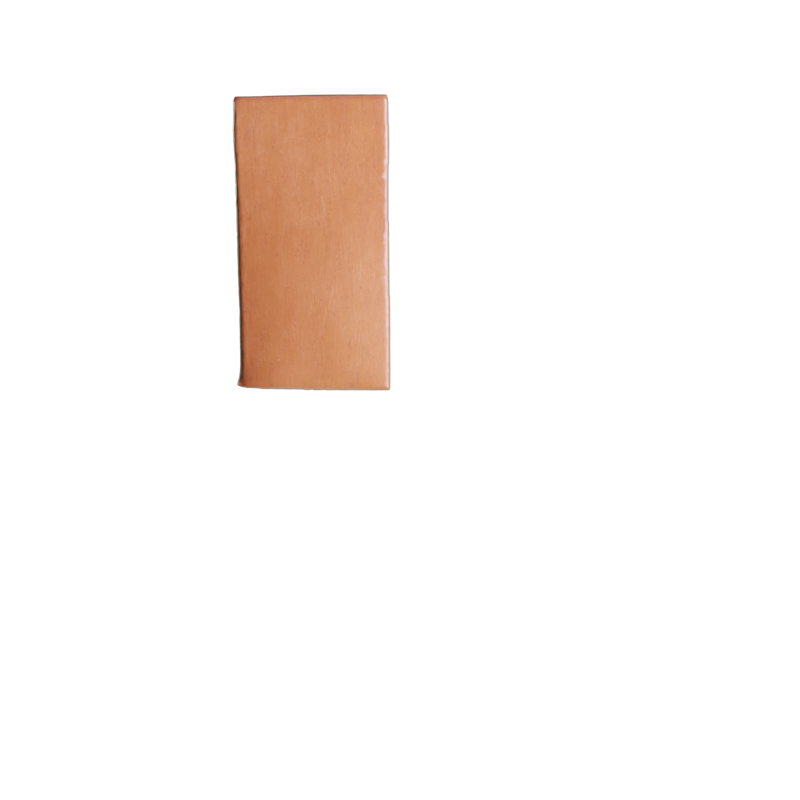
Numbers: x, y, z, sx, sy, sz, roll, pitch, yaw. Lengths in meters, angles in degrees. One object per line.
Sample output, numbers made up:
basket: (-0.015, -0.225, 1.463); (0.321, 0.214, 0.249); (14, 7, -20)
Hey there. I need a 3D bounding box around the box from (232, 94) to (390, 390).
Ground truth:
box: (-0.052, -0.096, 0.671); (0.093, 0.174, 0.048); (0, 5, 1)
